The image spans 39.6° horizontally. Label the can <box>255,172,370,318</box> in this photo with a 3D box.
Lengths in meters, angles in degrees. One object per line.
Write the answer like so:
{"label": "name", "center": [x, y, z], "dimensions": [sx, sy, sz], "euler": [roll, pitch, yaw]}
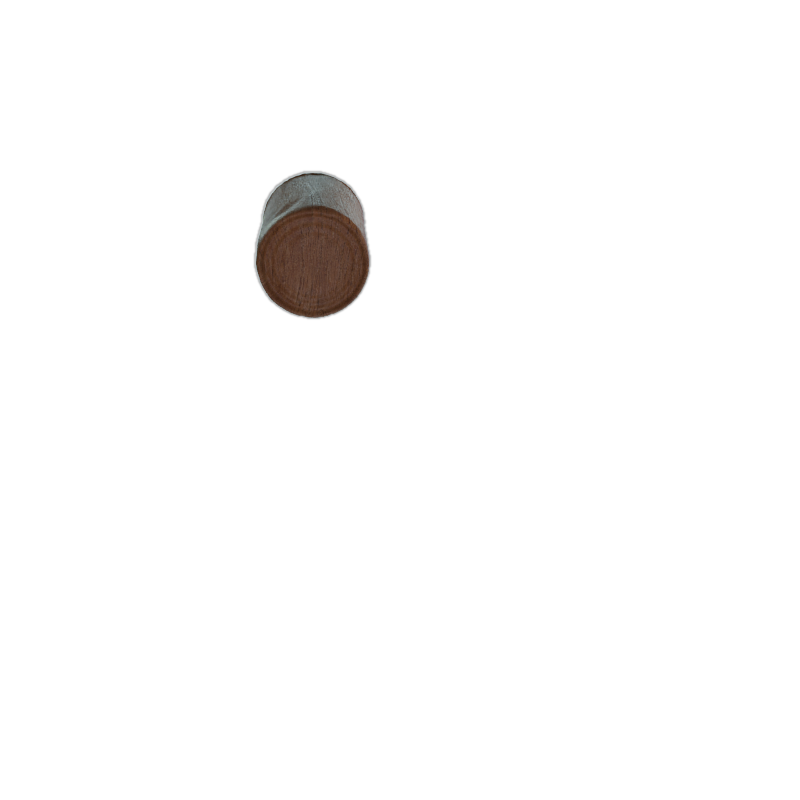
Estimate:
{"label": "can", "center": [-0.054, -0.098, 0.684], "dimensions": [0.068, 0.066, 0.107], "euler": [0, 20, -3]}
